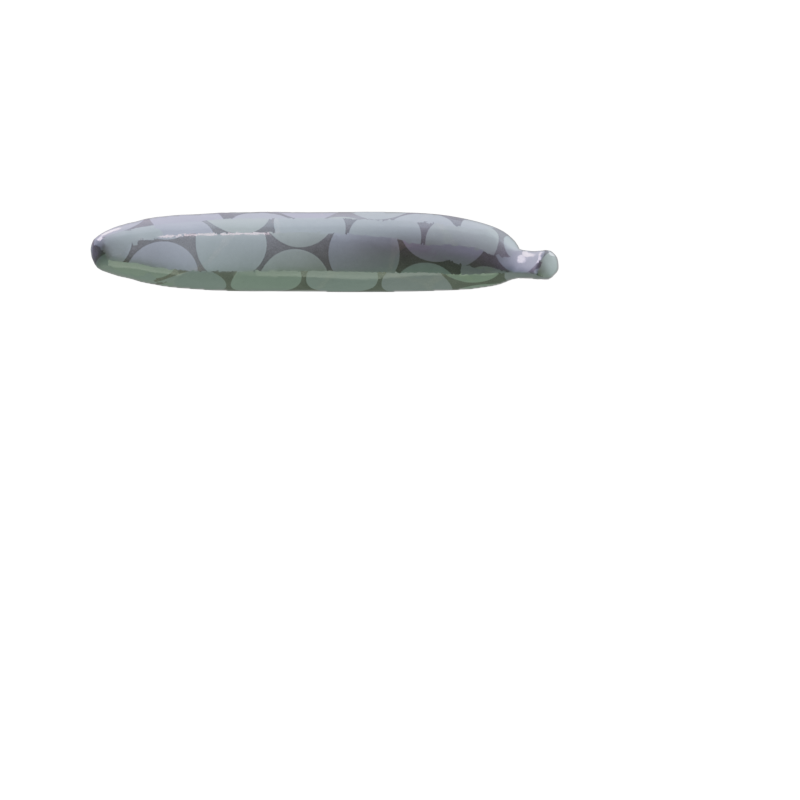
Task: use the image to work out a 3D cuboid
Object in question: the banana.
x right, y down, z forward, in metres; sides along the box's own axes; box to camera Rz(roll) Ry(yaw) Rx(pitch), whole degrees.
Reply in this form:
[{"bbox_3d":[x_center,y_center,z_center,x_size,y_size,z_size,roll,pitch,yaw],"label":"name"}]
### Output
[{"bbox_3d":[-0.034,-0.068,0.497,0.198,0.037,0.068,0,-3,2],"label":"banana"}]
